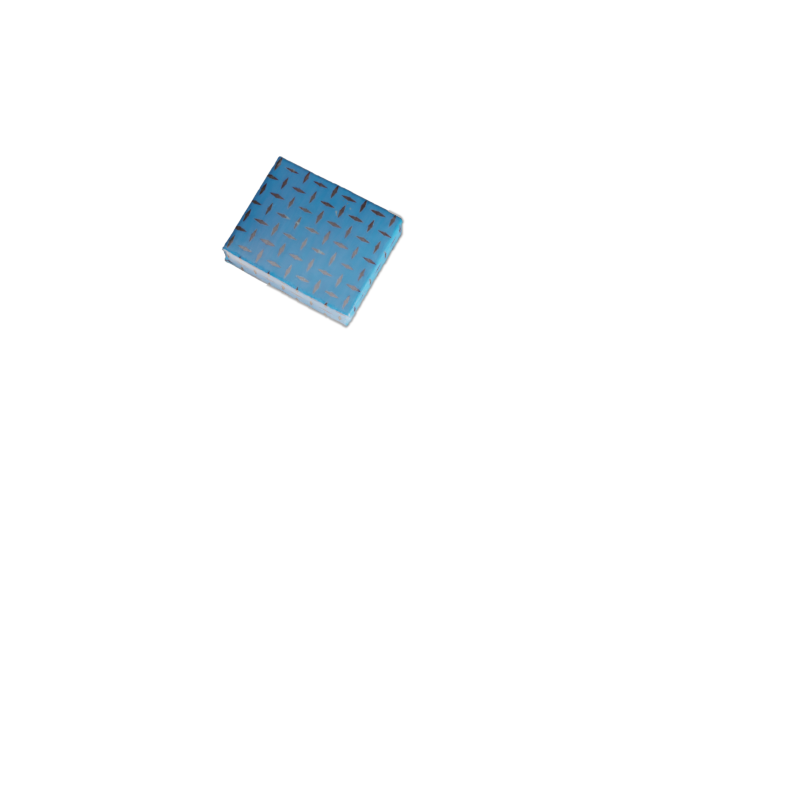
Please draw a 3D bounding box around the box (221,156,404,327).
[{"bbox_3d":[-0.067,-0.122,0.857,0.116,0.092,0.037,27,-19,9],"label":"box"}]
